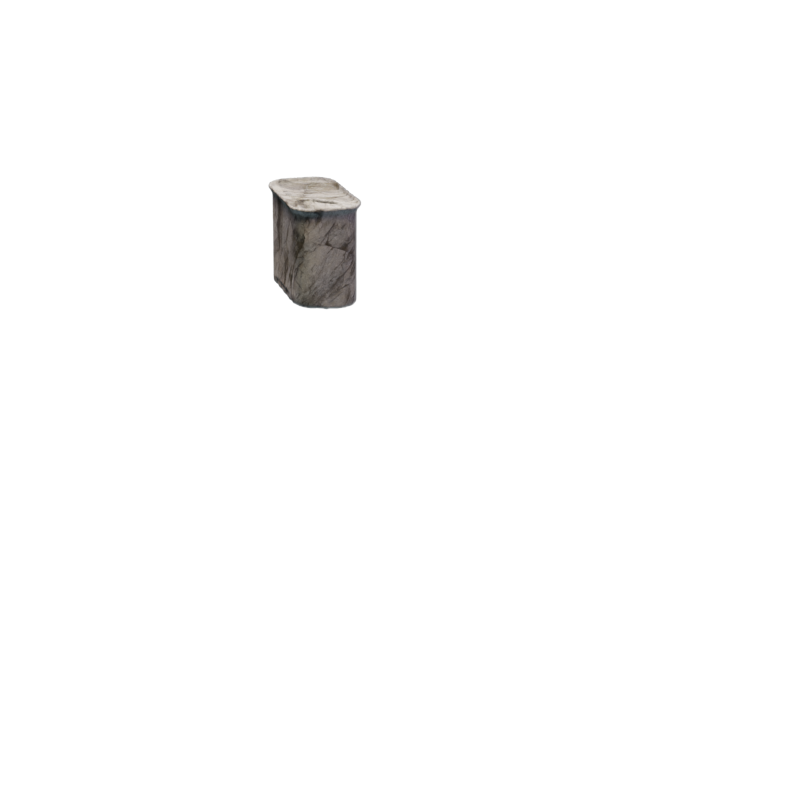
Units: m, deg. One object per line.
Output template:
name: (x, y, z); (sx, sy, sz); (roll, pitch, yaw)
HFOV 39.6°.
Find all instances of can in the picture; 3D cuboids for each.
can: (-0.070, -0.128, 0.898); (0.056, 0.080, 0.108); (-6, 22, -18)
